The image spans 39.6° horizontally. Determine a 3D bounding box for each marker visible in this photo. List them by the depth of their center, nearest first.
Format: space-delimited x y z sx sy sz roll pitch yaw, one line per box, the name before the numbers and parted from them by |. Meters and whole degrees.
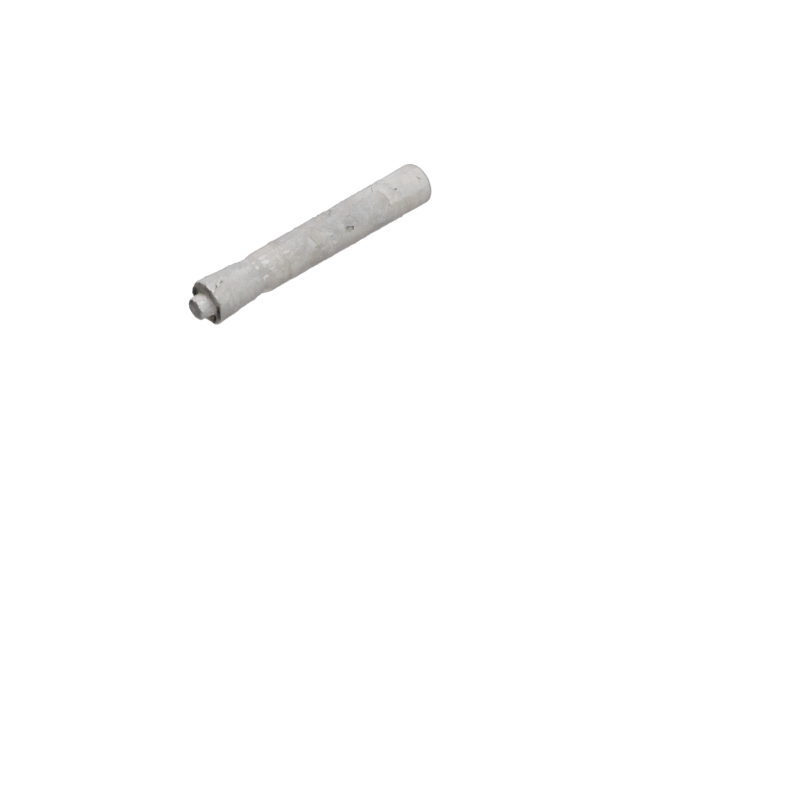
marker | -0.035 -0.065 0.453 0.121 0.019 0.021 -35 23 -30
